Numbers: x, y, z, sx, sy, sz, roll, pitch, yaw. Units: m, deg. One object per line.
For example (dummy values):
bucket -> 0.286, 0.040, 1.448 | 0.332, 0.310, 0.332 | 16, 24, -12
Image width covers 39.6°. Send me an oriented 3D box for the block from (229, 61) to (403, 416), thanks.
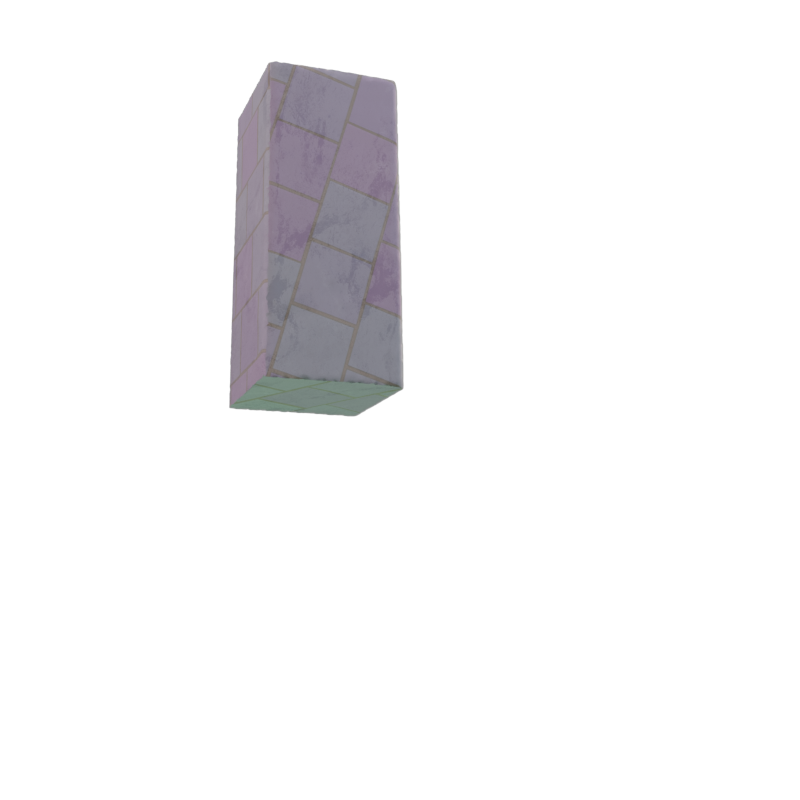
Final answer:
block -> -0.056, -0.103, 0.719 | 0.088, 0.216, 0.089 | 6, -20, -19
